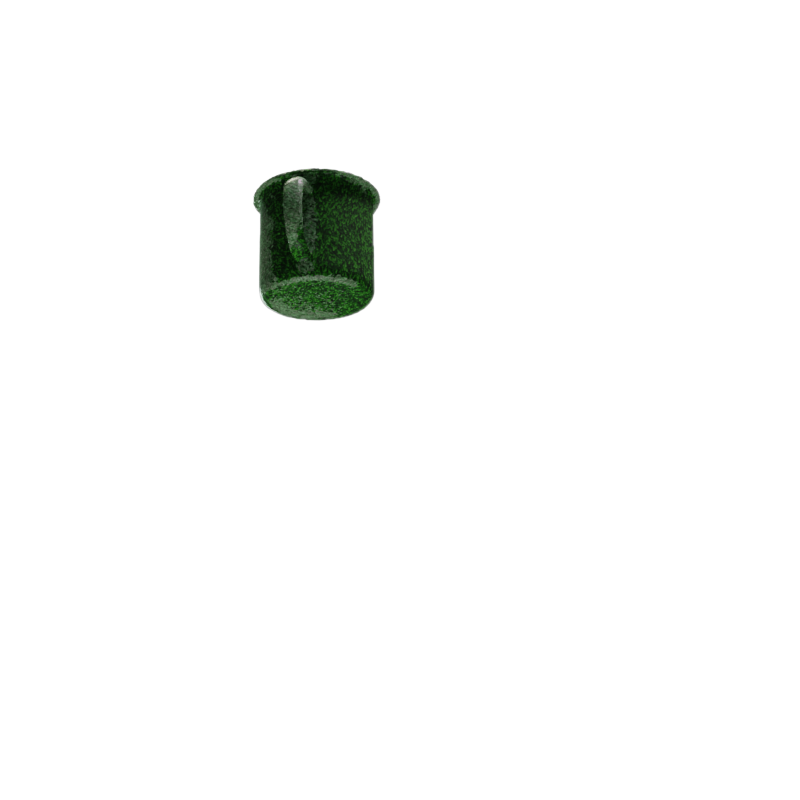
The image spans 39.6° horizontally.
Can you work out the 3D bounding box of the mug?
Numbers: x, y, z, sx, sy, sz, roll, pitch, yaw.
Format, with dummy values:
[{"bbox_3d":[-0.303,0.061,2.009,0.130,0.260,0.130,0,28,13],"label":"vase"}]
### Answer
[{"bbox_3d":[-0.061,-0.112,0.784,0.094,0.086,0.110,-4,-22,8],"label":"mug"}]
